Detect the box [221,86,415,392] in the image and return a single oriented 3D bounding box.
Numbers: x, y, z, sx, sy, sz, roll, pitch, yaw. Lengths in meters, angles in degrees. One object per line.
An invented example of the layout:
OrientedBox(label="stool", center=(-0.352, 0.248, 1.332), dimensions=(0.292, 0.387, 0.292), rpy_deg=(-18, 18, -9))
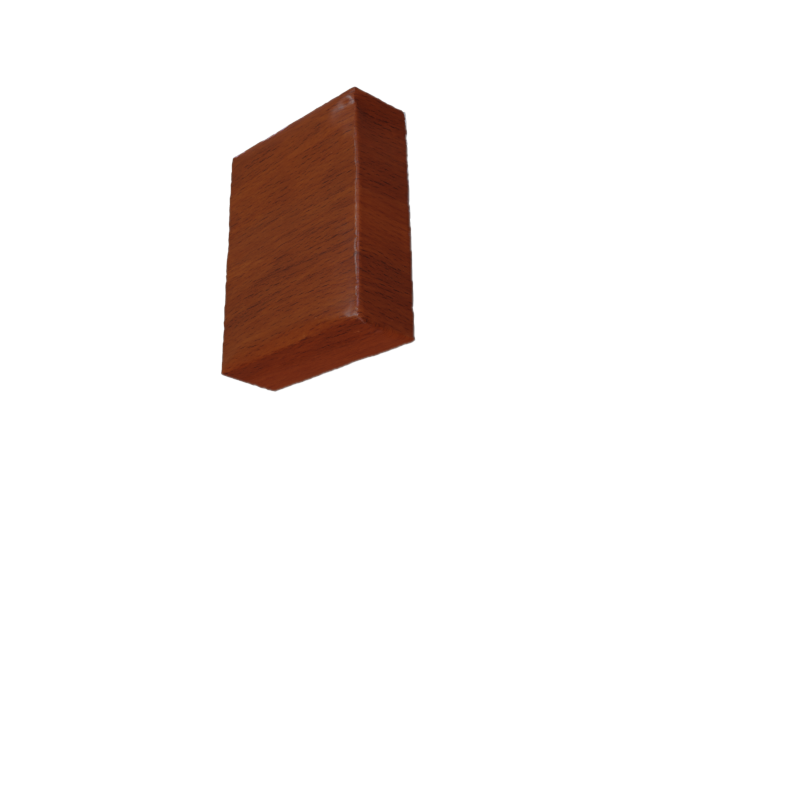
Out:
OrientedBox(label="box", center=(-0.073, -0.133, 0.931), dimensions=(0.165, 0.226, 0.067), rpy_deg=(-21, -31, 38))
